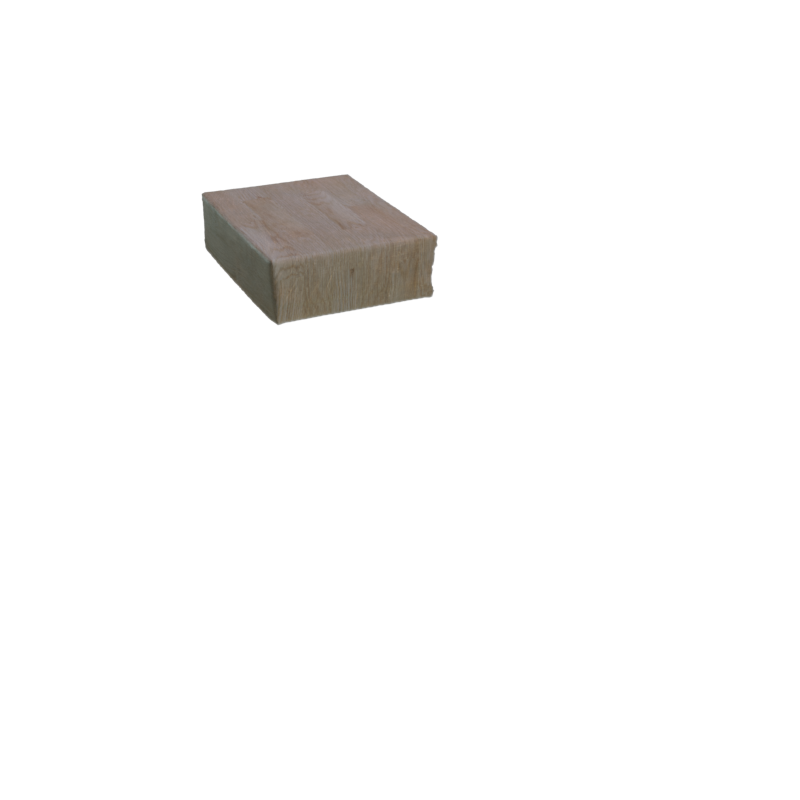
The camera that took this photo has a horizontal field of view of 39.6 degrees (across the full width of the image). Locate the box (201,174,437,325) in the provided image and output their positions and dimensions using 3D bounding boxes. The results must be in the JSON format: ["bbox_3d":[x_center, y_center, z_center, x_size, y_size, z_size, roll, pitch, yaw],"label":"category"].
[{"bbox_3d":[-0.046,-0.084,0.586,0.088,0.037,0.122,-13,32,-22],"label":"box"}]
